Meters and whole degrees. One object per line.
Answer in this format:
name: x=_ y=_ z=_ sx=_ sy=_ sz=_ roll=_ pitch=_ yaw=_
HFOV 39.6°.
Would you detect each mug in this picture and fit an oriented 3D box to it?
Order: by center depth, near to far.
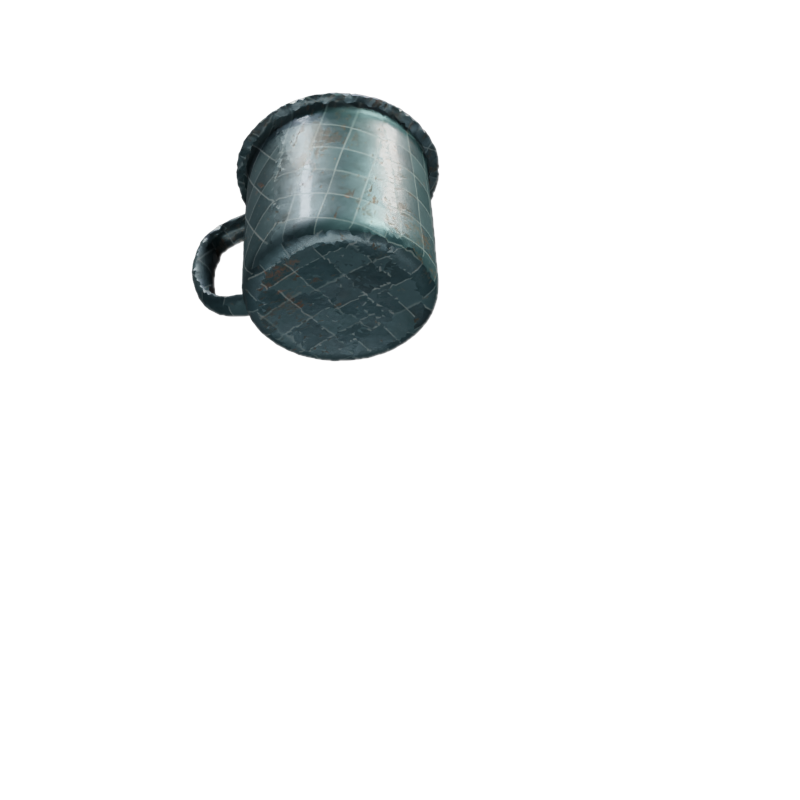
mug: x=-0.038 y=-0.069 z=0.484 sx=0.118 sy=0.087 sz=0.086 roll=-14 pitch=-43 yaw=14
